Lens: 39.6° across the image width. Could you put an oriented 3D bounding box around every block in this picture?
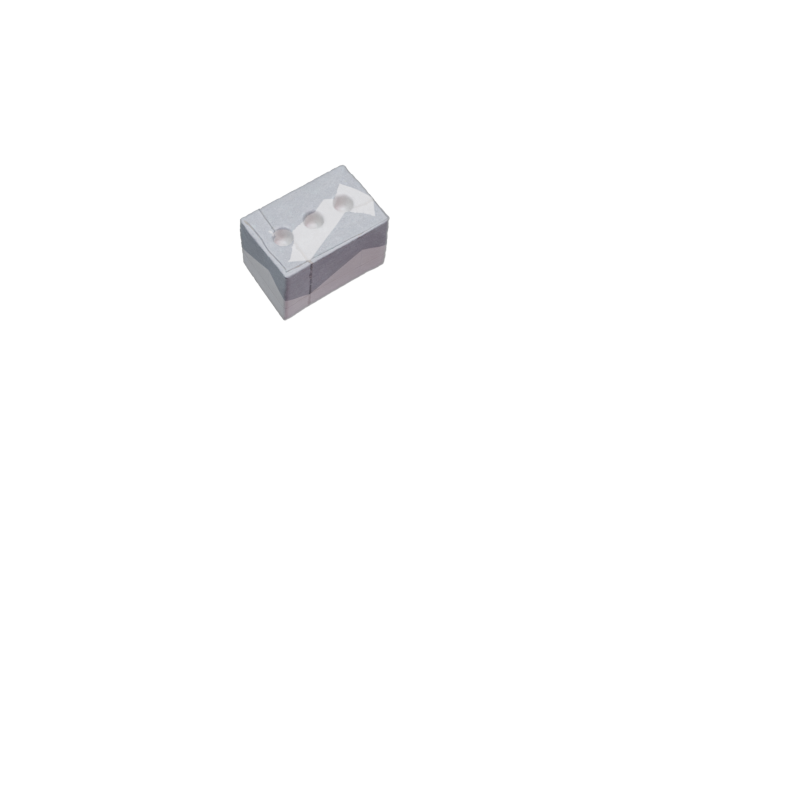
[{"bbox_3d":[-0.054,-0.098,0.687,0.078,0.056,0.048,-32,-23,-18],"label":"block"}]
